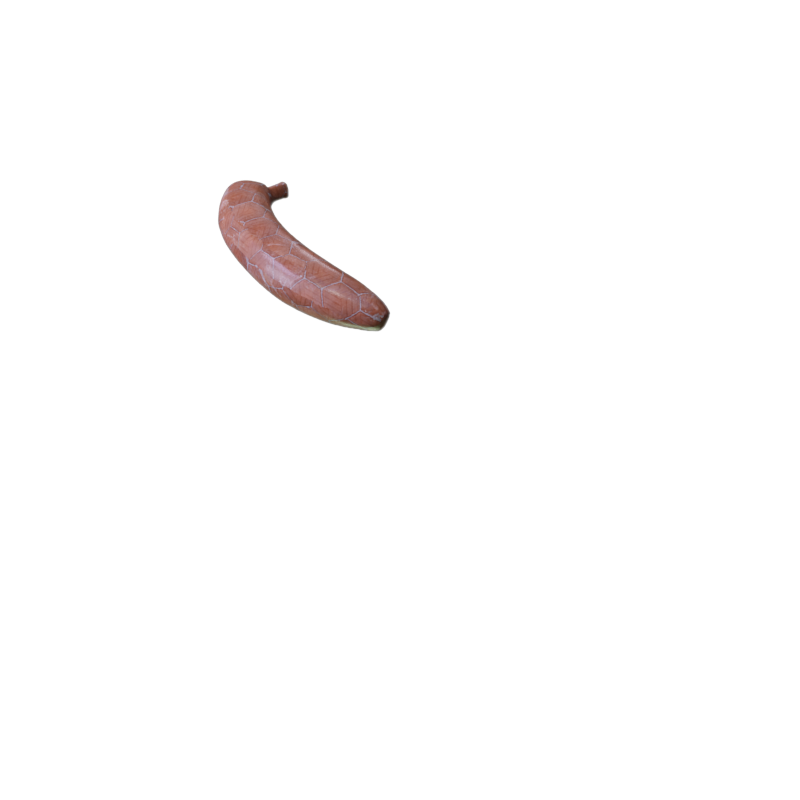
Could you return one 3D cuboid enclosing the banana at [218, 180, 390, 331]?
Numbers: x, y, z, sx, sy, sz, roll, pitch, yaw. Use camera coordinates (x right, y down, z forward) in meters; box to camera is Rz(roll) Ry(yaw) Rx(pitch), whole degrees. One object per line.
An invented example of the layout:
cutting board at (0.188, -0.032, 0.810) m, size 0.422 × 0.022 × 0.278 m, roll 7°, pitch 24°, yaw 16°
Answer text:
banana at (-0.075, -0.101, 0.713) m, size 0.068 × 0.034 × 0.214 m, roll -13°, pitch 38°, yaw -18°
